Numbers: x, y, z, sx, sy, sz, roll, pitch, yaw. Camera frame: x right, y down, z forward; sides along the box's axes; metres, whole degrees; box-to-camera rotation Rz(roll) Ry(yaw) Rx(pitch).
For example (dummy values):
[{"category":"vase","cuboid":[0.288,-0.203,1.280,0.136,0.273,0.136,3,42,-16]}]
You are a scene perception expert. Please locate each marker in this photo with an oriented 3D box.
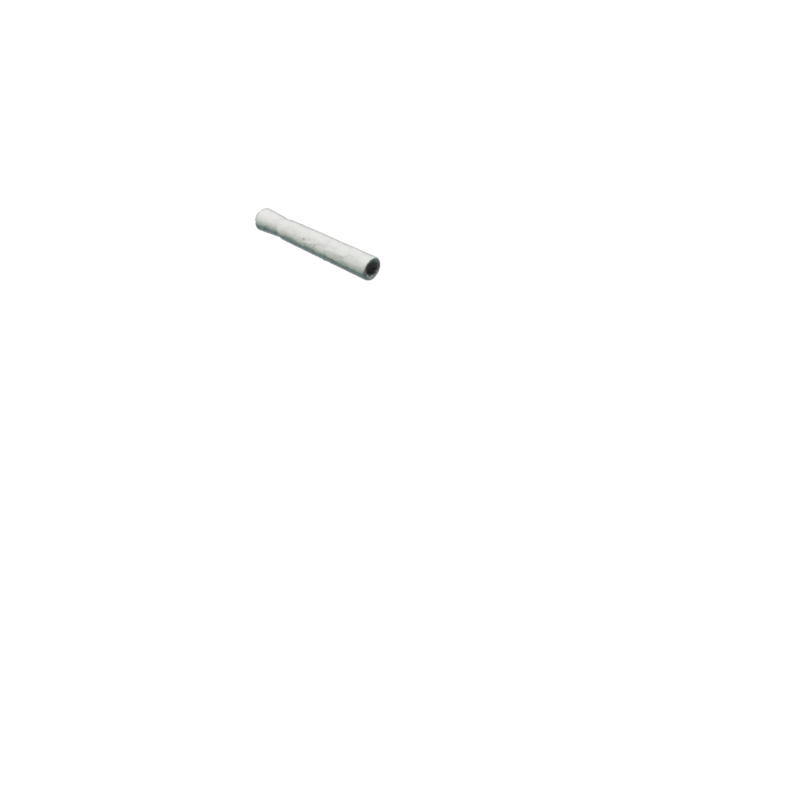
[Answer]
[{"category":"marker","cuboid":[-0.066,-0.121,0.845,0.129,0.019,0.019,29,20,35]}]
